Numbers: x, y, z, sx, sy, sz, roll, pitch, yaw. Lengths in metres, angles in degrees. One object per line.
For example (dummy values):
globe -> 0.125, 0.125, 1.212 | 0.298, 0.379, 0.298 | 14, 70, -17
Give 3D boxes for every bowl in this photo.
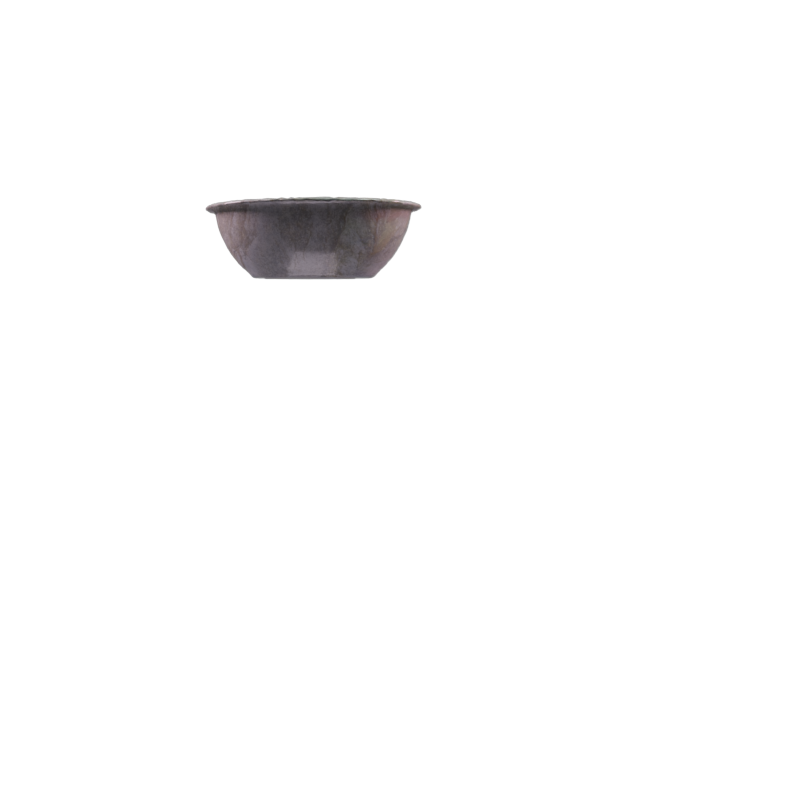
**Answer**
bowl -> -0.065, -0.119, 0.831 | 0.162, 0.055, 0.163 | 0, 4, -2
